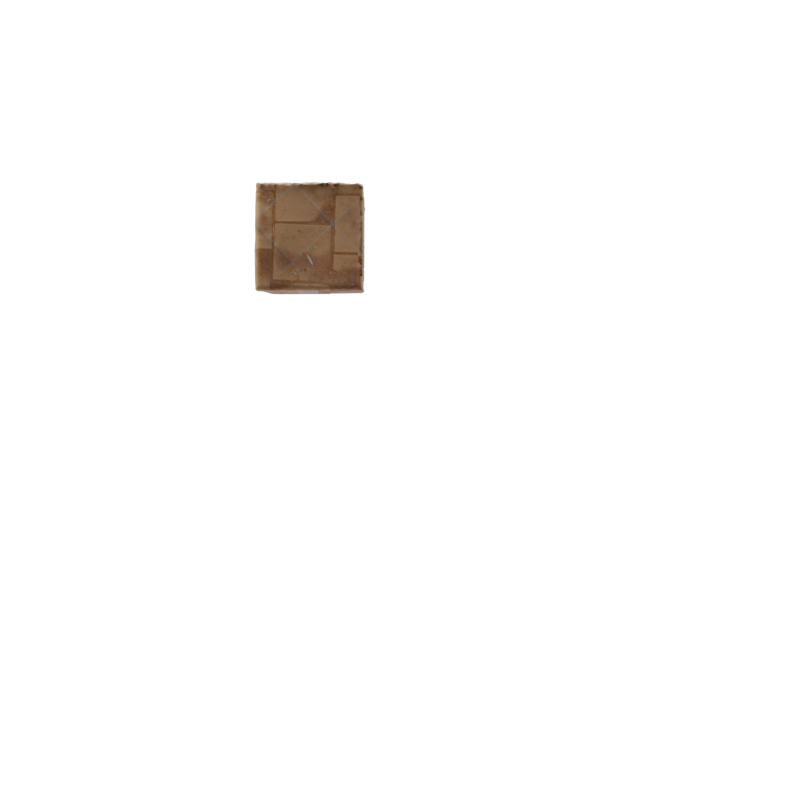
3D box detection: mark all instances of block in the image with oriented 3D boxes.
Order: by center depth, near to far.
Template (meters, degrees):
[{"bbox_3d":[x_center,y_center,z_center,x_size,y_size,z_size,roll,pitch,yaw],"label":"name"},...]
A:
[{"bbox_3d":[-0.044,-0.079,0.556,0.053,0.051,0.078,0,2,-1],"label":"block"}]
